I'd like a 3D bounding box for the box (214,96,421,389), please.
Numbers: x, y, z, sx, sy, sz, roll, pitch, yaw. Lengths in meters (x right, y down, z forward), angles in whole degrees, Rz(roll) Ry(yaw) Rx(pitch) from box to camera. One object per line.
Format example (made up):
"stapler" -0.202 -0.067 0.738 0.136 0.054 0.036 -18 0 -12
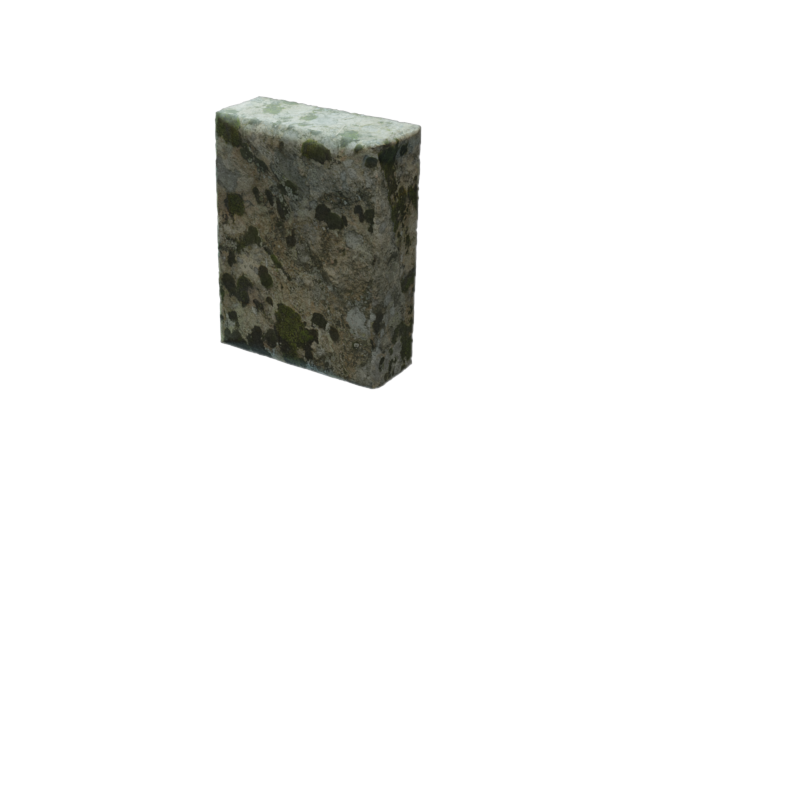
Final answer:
"box" -0.072 -0.132 0.923 0.172 0.203 0.072 17 28 30
